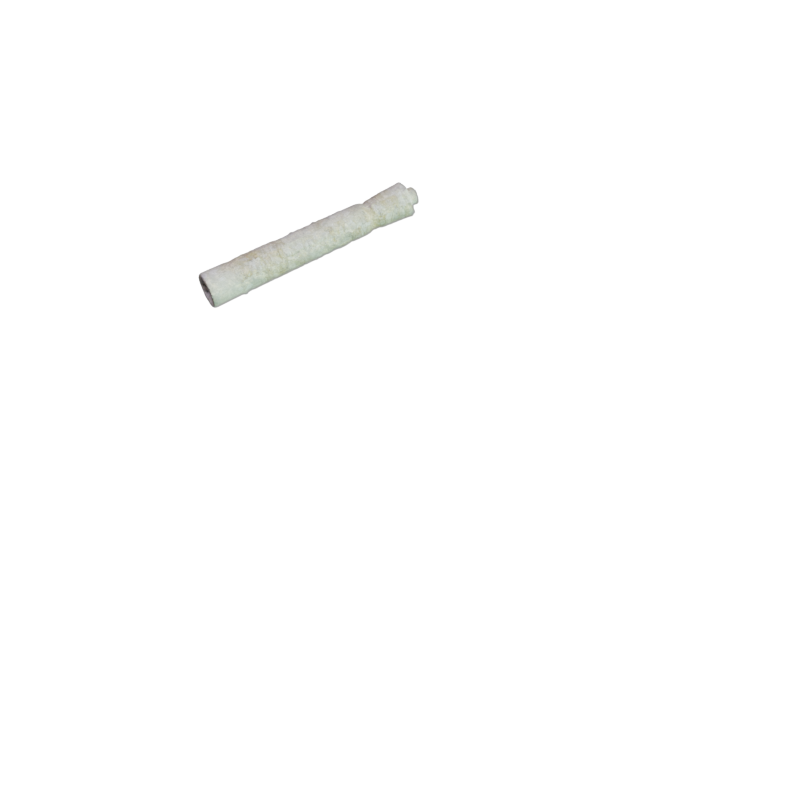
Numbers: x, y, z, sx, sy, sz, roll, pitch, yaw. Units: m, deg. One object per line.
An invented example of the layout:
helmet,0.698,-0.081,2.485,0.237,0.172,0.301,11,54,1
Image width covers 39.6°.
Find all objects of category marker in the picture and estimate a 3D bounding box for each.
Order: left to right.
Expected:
marker,-0.044,-0.080,0.563,0.121,0.019,0.020,-27,12,-15
